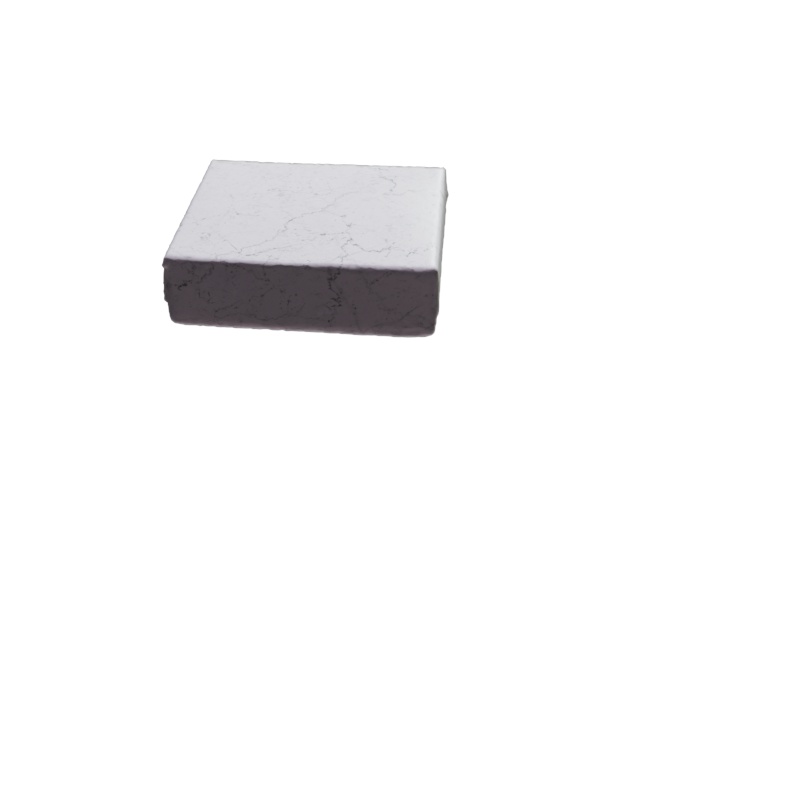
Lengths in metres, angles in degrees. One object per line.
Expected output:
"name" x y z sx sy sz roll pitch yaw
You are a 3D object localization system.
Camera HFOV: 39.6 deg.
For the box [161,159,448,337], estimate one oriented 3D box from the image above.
"box" -0.038 -0.069 0.482 0.114 0.036 0.095 4 37 5
